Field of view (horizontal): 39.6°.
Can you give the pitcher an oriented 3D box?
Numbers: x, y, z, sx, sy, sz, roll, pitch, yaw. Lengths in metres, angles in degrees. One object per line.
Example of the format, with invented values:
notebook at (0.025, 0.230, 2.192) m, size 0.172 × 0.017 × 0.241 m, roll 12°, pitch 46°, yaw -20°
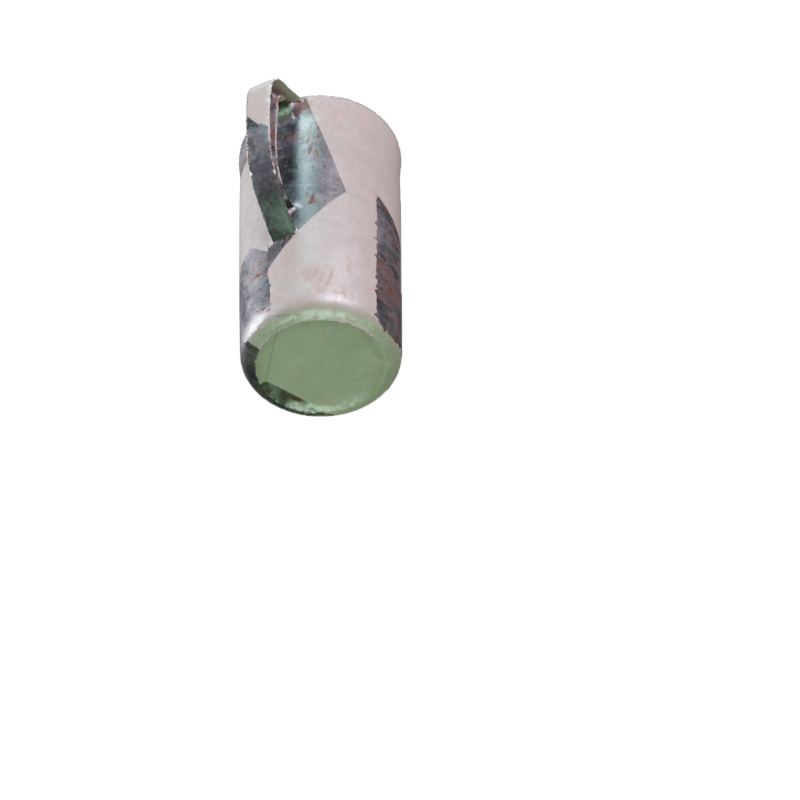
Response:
pitcher at (-0.064, -0.116, 0.815) m, size 0.145 × 0.139 × 0.261 m, roll 15°, pitch 40°, yaw -17°
